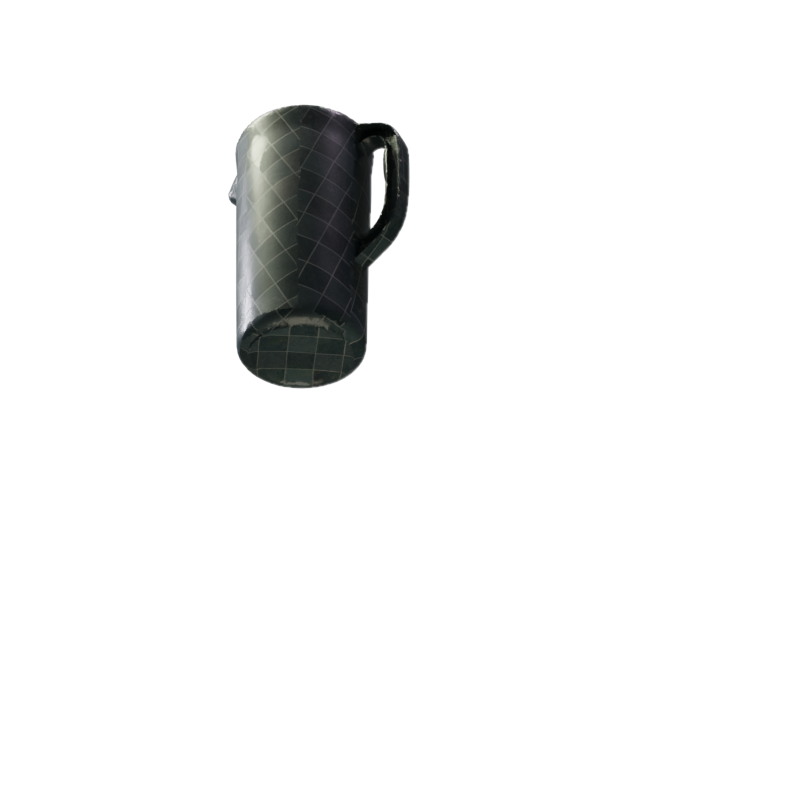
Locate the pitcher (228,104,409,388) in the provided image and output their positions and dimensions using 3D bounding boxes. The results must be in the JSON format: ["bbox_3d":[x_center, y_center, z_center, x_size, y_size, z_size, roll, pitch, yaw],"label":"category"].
[{"bbox_3d":[-0.077,-0.140,0.981,0.142,0.261,0.142,9,-39,-15],"label":"pitcher"}]
